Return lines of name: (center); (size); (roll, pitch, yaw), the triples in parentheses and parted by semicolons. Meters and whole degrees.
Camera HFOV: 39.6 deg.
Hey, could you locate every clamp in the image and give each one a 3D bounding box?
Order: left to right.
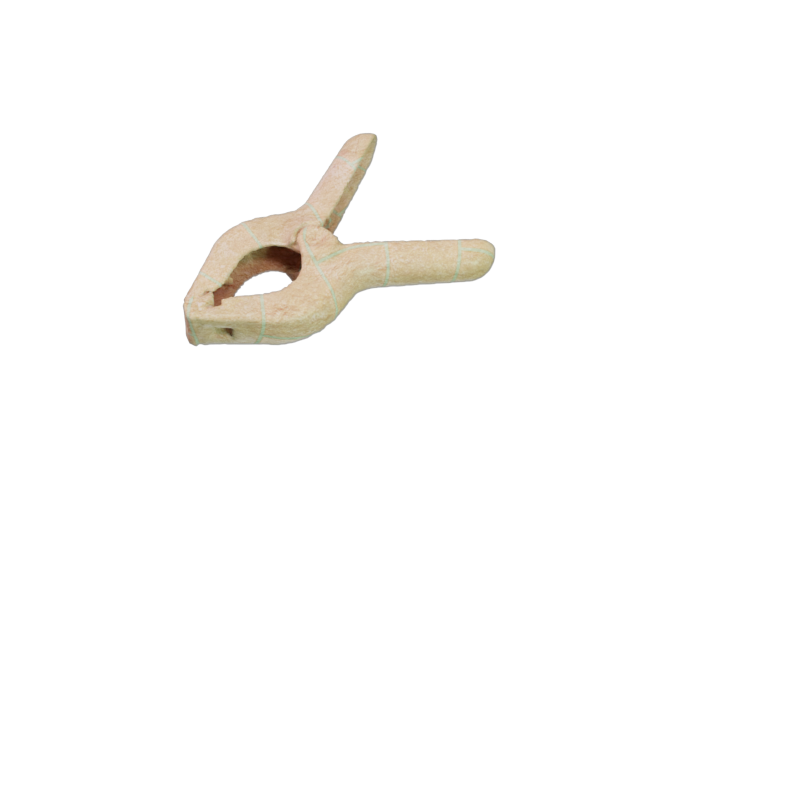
clamp: (-0.048, -0.087, 0.612); (0.170, 0.036, 0.130); (-21, 50, -19)
